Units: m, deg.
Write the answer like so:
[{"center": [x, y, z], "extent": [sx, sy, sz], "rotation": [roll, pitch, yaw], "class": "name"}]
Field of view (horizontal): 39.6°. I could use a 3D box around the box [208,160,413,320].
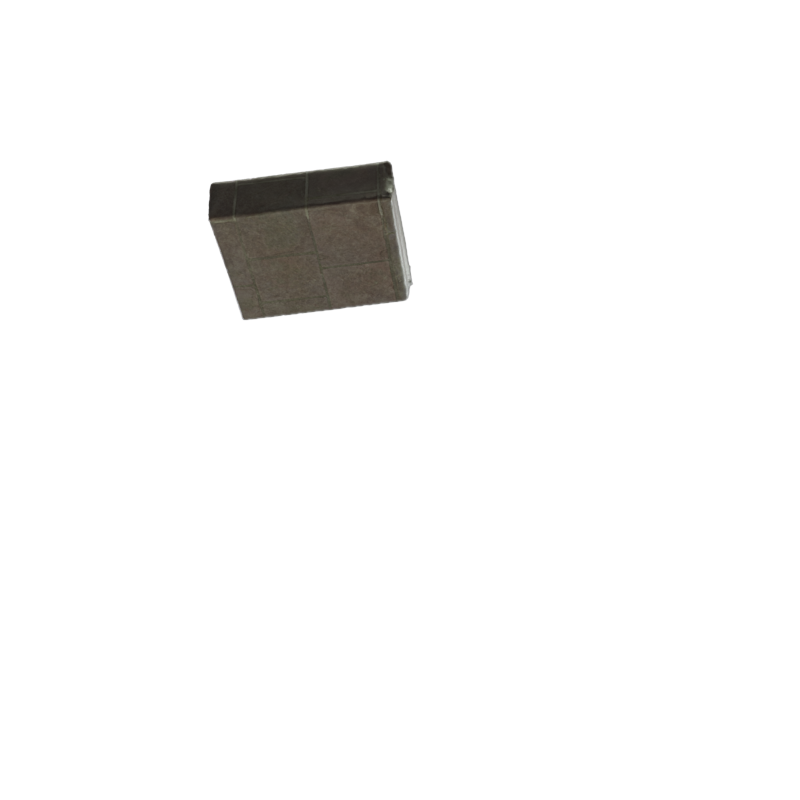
[{"center": [-0.042, -0.078, 0.544], "extent": [0.090, 0.032, 0.067], "rotation": [-6, -41, 7], "class": "box"}]
